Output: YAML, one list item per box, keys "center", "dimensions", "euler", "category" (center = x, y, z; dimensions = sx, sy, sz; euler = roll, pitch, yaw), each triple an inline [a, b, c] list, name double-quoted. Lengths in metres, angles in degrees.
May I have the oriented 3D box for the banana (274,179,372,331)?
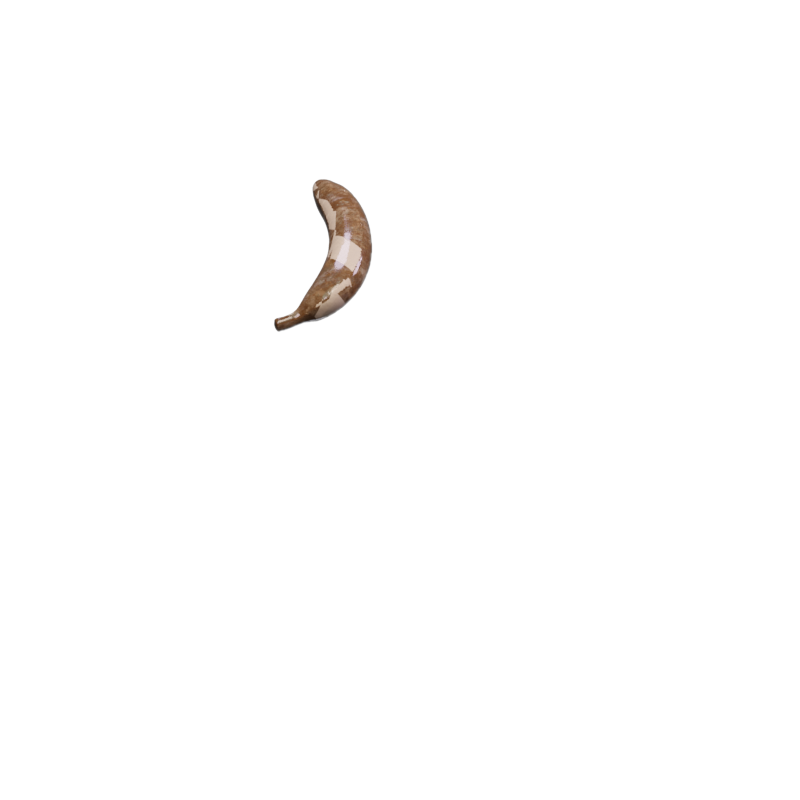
- center: [-0.058, -0.133, 0.965]
  dimensions: [0.070, 0.034, 0.210]
  euler: [5, 43, 5]
  category: "banana"
